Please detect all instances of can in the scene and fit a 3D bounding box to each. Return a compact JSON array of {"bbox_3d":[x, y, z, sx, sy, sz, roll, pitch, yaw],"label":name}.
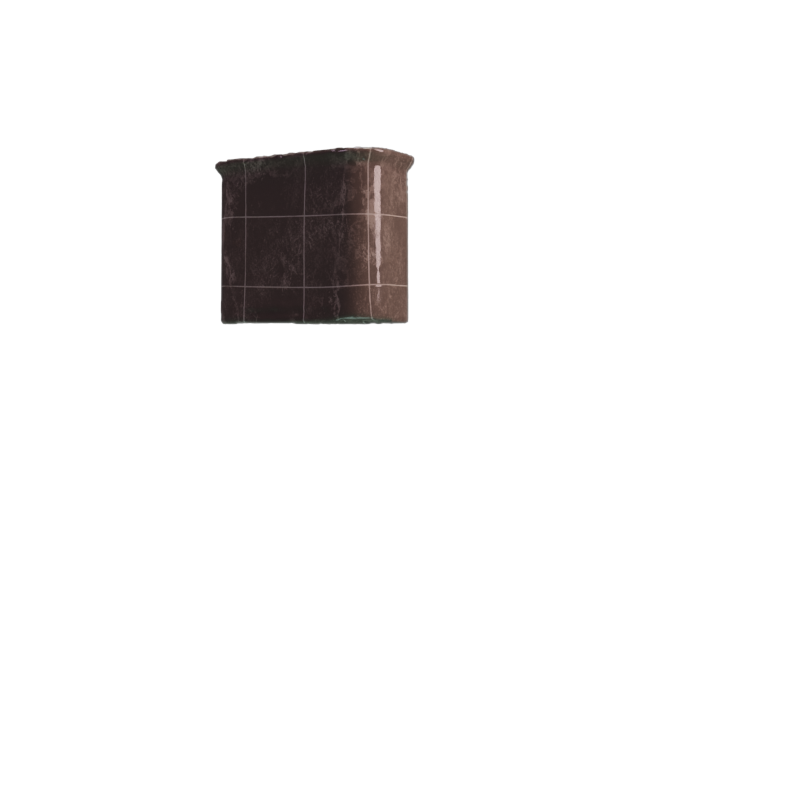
[{"bbox_3d":[-0.044,-0.081,0.565,0.105,0.085,0.055,0,-2,30],"label":"can"}]
